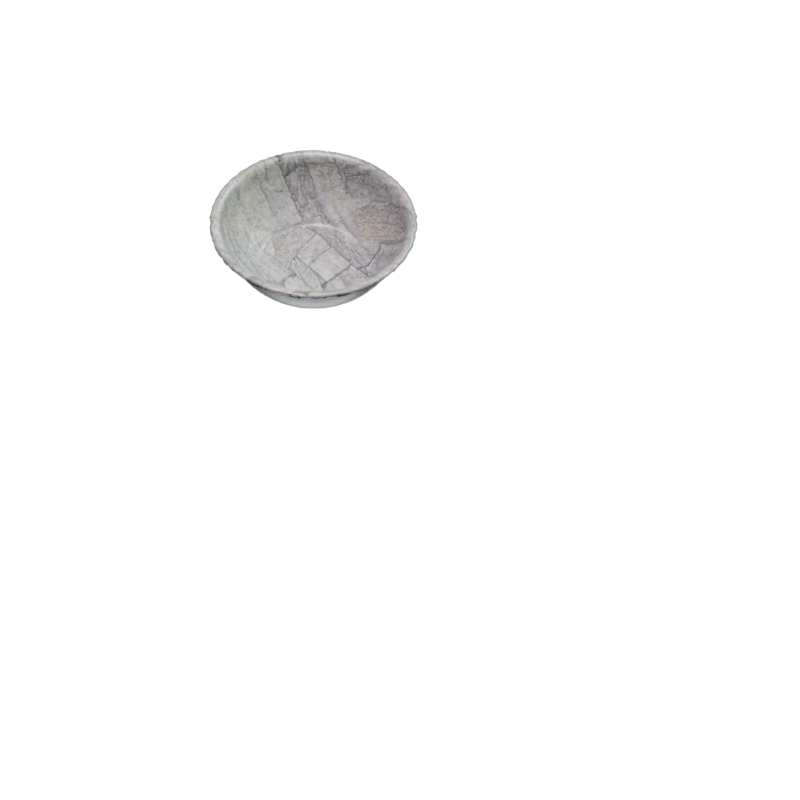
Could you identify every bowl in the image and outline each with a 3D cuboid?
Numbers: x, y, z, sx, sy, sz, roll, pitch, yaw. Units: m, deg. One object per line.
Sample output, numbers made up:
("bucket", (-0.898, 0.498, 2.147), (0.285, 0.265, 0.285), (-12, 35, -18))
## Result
("bowl", (-0.069, -0.126, 0.882), (0.162, 0.174, 0.051), (-1, -40, -1))
